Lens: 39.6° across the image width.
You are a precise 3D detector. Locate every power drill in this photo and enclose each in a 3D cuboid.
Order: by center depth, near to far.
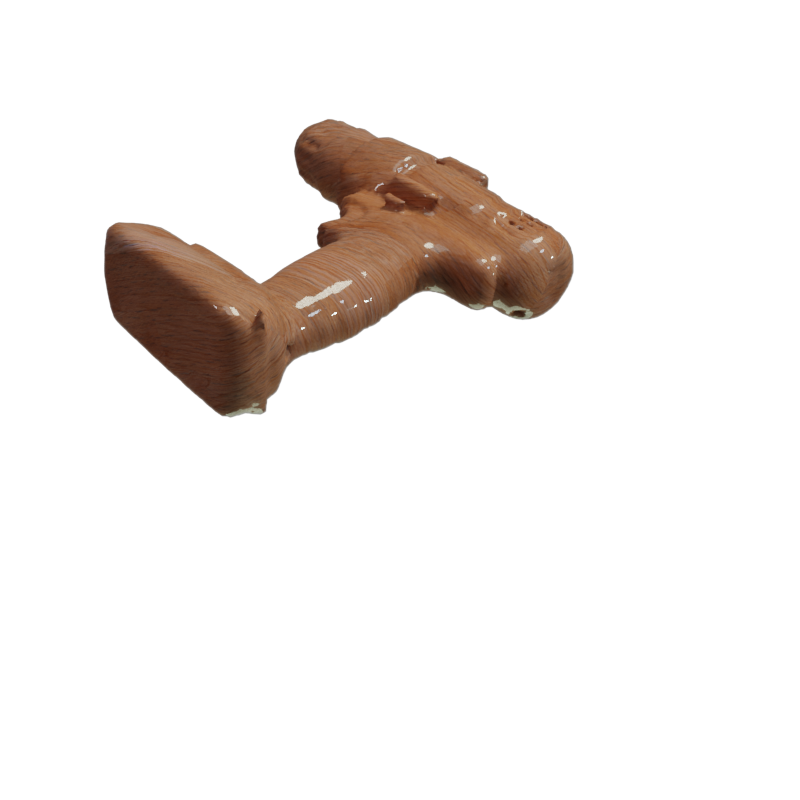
[{"bbox_3d":[-0.041,-0.075,0.527,0.186,0.054,0.198,-26,42,-32],"label":"power drill"}]
